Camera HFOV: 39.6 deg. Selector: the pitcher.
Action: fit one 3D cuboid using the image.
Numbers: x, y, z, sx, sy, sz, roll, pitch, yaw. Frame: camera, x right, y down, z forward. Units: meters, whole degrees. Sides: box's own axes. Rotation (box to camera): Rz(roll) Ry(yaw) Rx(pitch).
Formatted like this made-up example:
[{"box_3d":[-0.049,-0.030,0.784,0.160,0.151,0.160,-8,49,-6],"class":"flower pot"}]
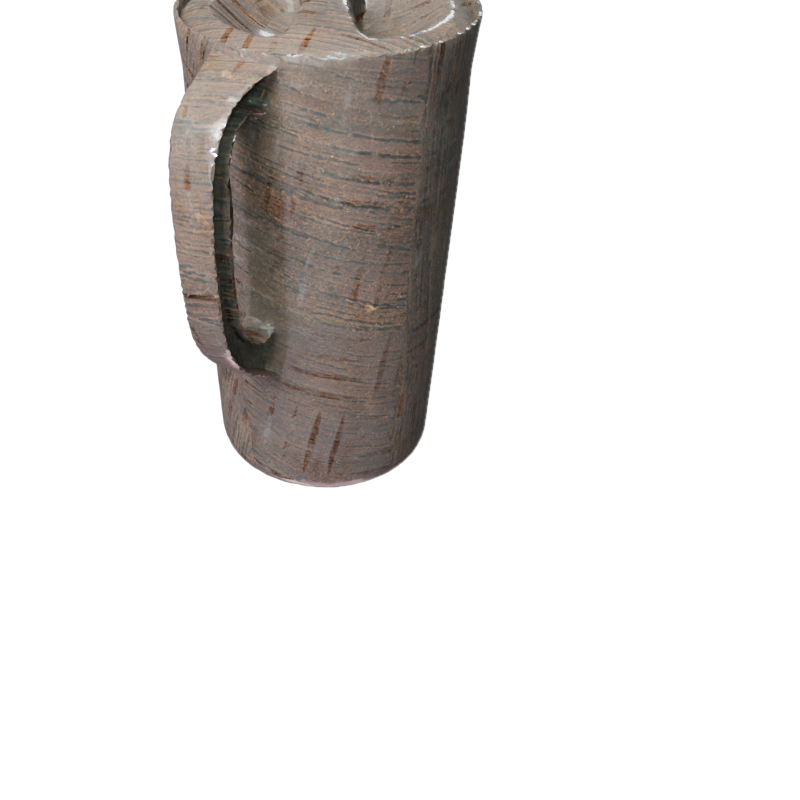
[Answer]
[{"box_3d":[-0.041,-0.075,0.528,0.147,0.228,0.156,-8,34,-16],"class":"pitcher"}]
